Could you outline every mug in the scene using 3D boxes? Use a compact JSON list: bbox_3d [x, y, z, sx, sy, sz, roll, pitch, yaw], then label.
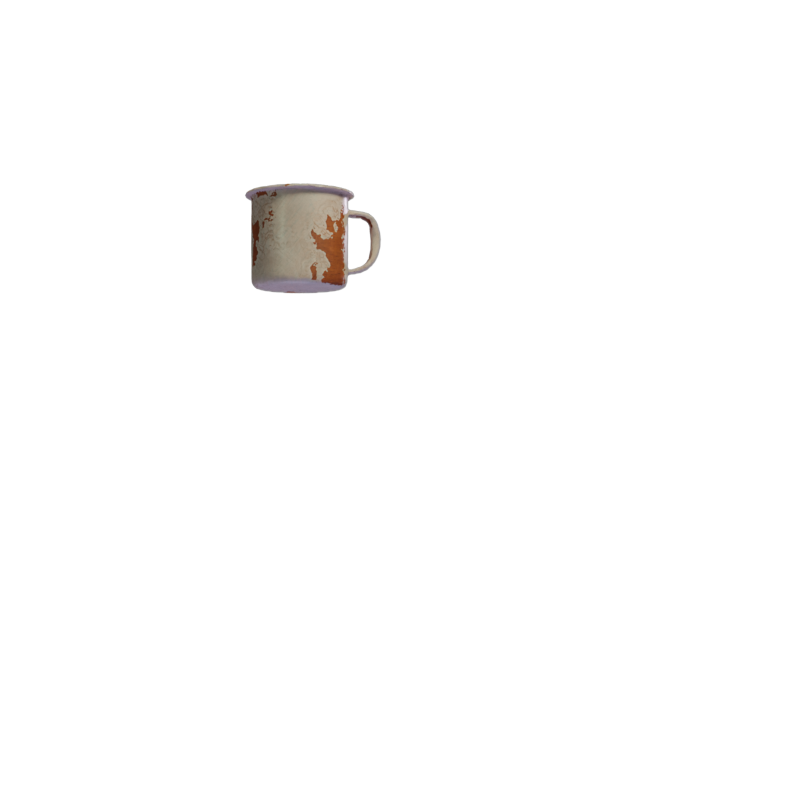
[{"bbox_3d":[-0.074,-0.134,0.941,0.115,0.083,0.094,1,-4,-16],"label":"mug"}]
